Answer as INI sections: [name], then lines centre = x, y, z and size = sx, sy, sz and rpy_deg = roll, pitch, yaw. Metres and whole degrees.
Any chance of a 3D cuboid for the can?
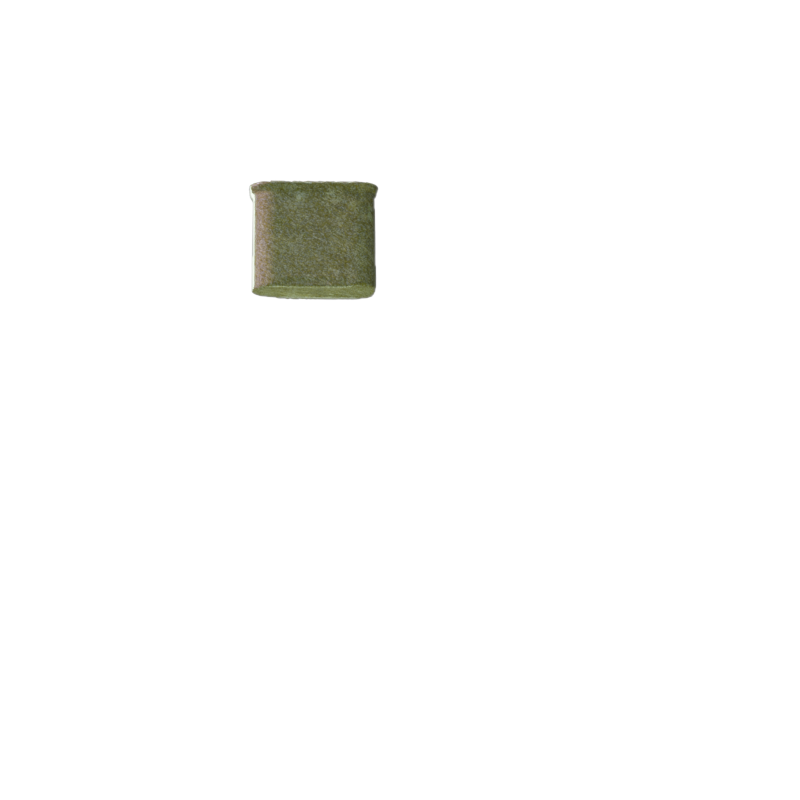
[can]
centre = -0.068, -0.124, 0.872
size = 0.101, 0.086, 0.056
rpy_deg = 0, -11, -4
